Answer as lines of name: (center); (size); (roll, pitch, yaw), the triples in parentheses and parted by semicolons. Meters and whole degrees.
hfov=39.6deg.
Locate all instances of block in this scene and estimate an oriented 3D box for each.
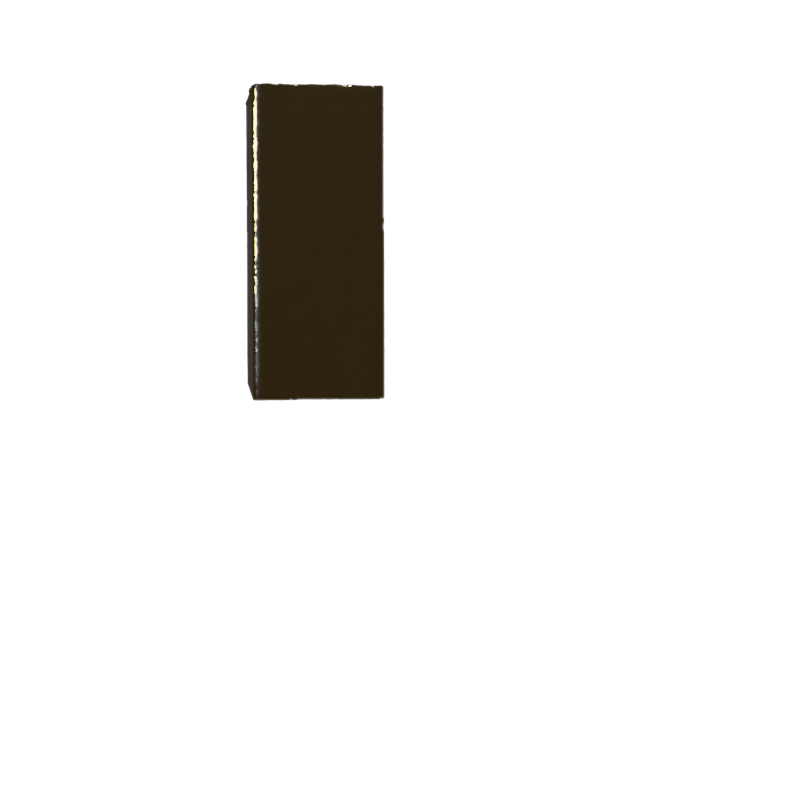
block: (-0.061, -0.109, 0.767); (0.089, 0.206, 0.092); (0, 2, -8)
